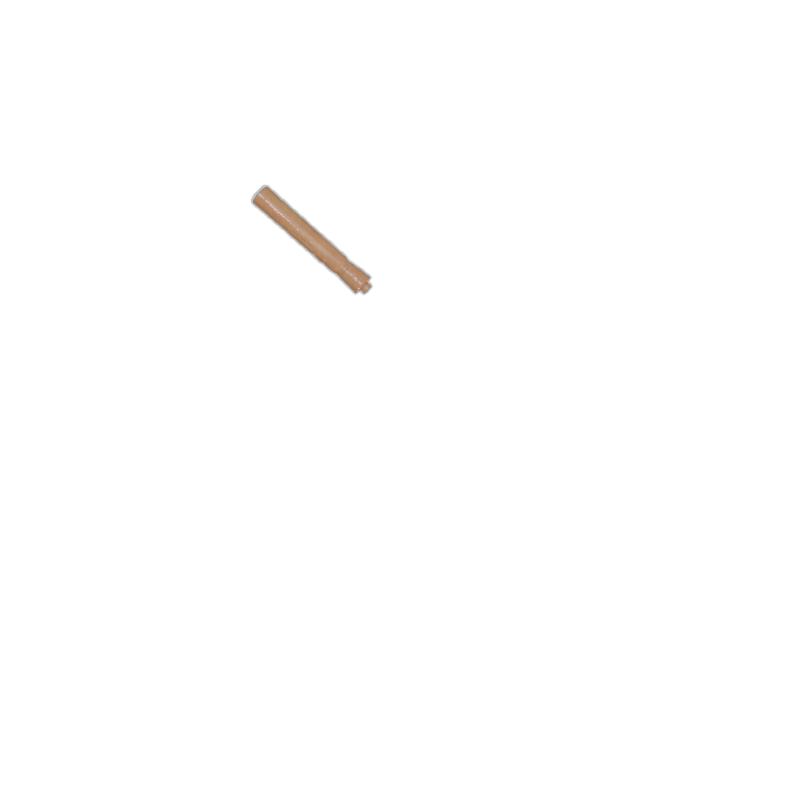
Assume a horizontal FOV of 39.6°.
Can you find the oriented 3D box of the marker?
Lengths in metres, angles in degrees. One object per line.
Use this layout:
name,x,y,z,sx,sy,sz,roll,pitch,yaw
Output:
marker,-0.071,-0.129,0.906,0.124,0.020,0.019,42,10,9
